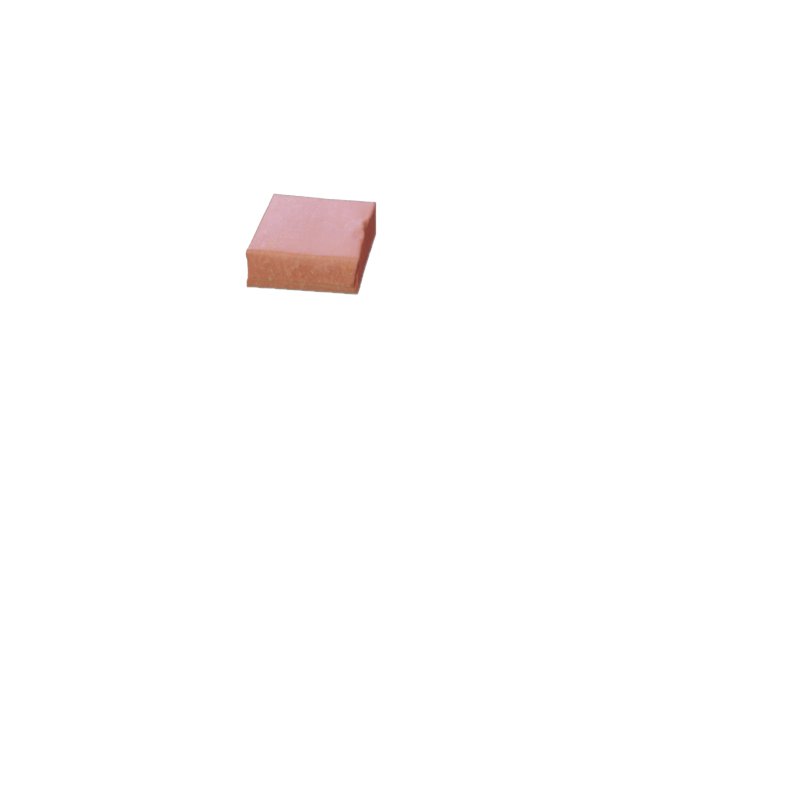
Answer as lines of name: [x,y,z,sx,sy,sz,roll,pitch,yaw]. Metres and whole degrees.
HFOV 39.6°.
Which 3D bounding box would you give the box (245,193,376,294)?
box: [-0.057,-0.105,0.733,0.074,0.028,0.094,5,33,7]
